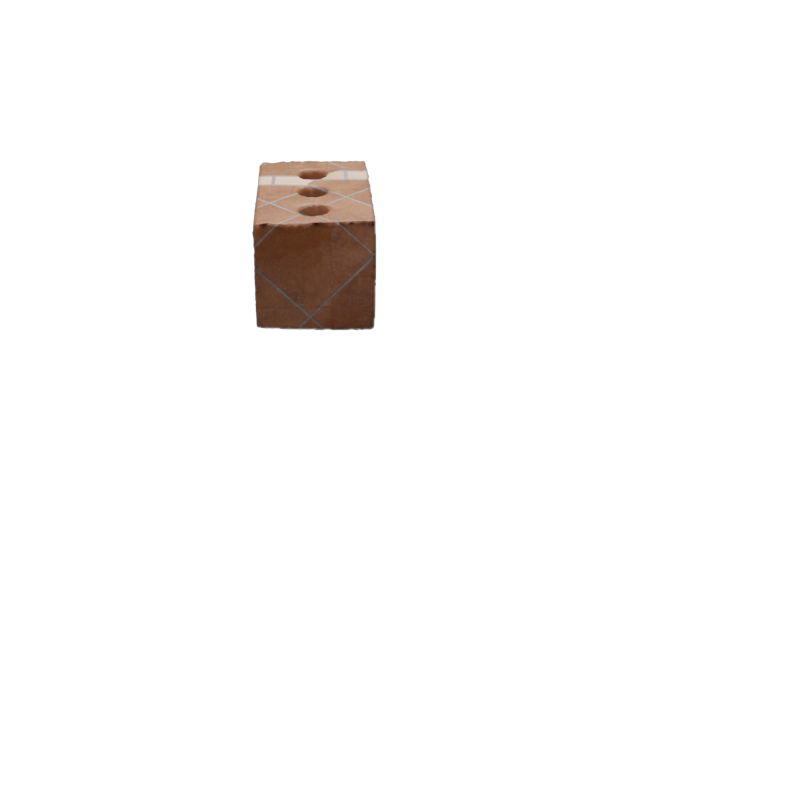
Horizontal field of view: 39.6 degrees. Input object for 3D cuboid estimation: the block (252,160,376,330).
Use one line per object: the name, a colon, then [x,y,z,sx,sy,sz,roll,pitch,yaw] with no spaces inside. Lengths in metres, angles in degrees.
block: [-0.039,-0.072,0.504,0.052,0.048,0.083,-1,29,-4]
